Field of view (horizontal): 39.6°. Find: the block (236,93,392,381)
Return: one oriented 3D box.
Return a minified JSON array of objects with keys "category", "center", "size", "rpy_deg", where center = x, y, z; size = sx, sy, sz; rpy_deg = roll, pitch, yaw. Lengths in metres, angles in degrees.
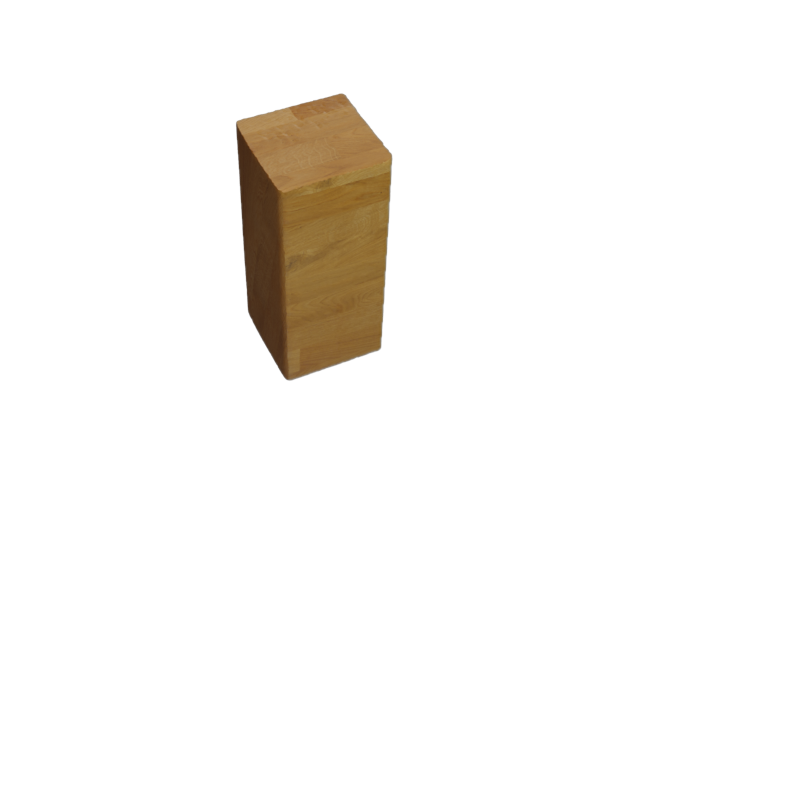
[{"category":"block","center":[-0.068,-0.124,0.869],"size":[0.090,0.097,0.192],"rpy_deg":[-18,-39,-19]}]
